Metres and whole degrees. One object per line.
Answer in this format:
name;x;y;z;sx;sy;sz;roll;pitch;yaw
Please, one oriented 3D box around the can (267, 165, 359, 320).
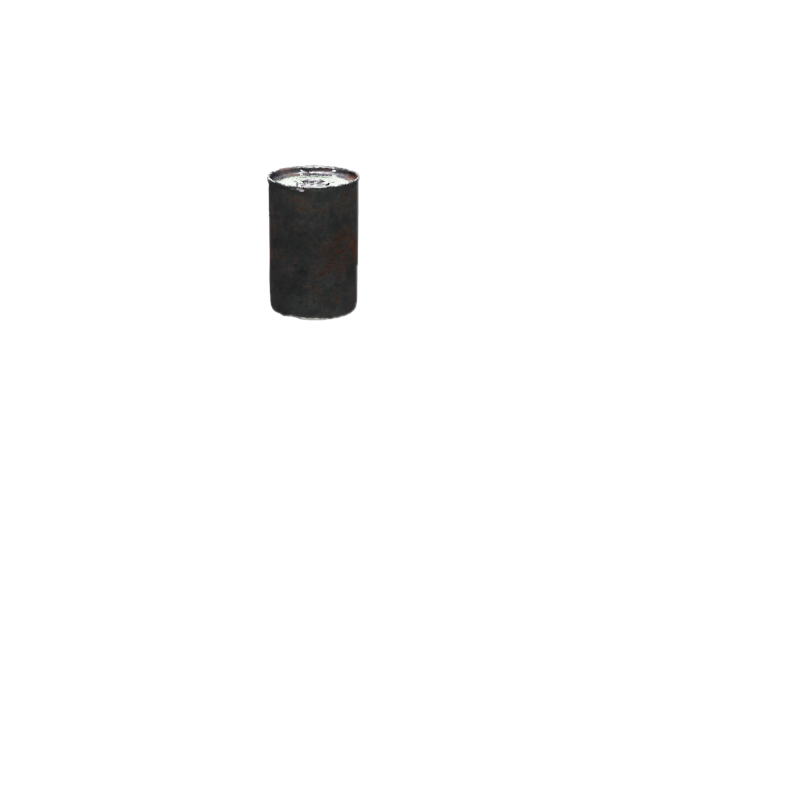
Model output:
can;-0.065;-0.118;0.827;0.068;0.098;0.072;0;19;-2
